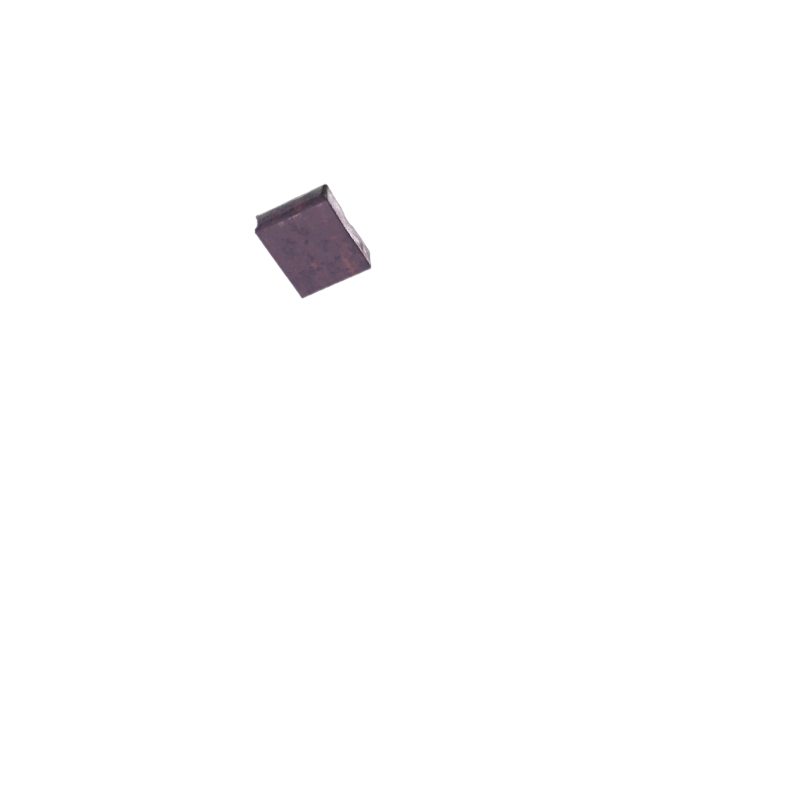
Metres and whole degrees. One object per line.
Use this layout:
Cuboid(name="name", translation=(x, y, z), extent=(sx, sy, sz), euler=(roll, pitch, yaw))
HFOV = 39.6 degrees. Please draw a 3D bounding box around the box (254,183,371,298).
Cuboid(name="box", translation=(-0.078, -0.143, 0.999), extent=(0.073, 0.083, 0.032), euler=(-23, 34, 16))
